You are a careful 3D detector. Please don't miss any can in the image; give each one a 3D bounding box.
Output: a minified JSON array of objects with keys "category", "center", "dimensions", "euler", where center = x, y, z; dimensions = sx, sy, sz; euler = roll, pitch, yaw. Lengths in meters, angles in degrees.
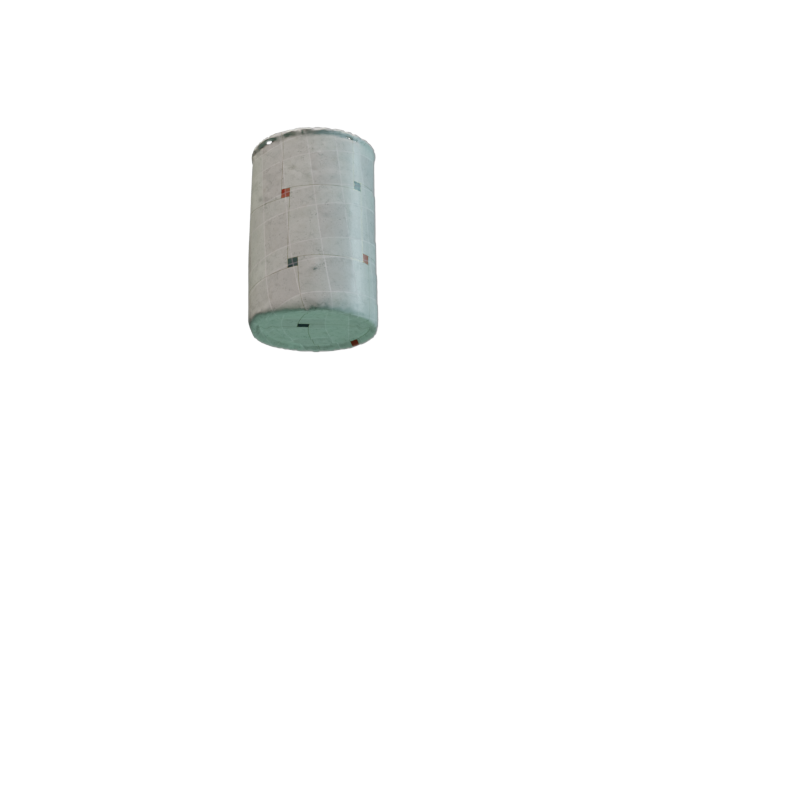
[{"category":"can","center":[-0.046,-0.084,0.587],"dimensions":[0.068,0.107,0.065],"euler":[0,-21,-2]}]
